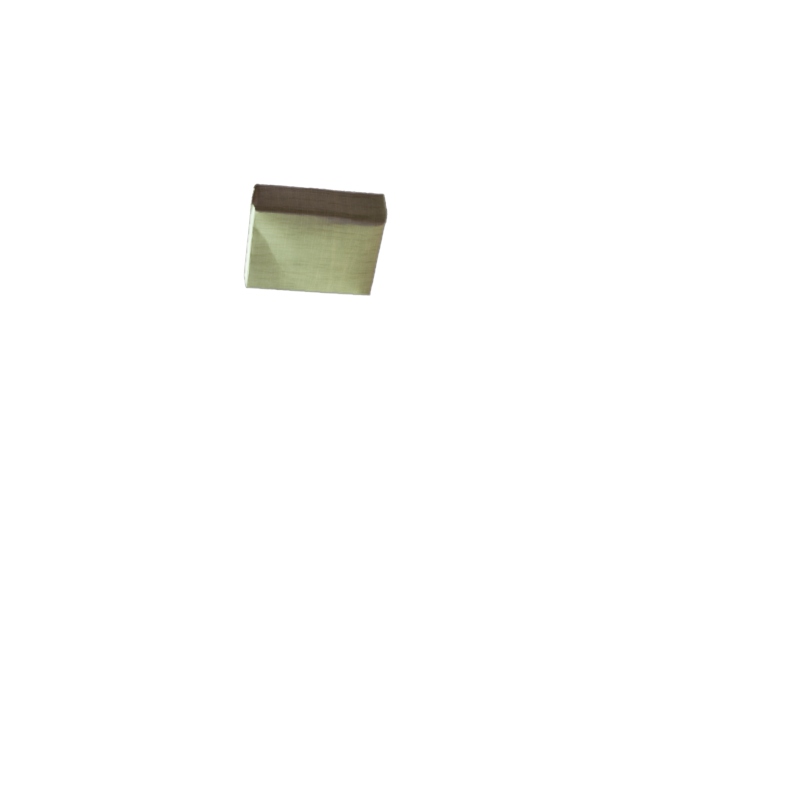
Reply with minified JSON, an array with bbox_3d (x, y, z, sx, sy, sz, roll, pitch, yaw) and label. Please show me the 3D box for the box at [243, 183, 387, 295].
[{"bbox_3d":[-0.073,-0.134,0.939,0.112,0.042,0.084,6,-45,-6],"label":"box"}]
